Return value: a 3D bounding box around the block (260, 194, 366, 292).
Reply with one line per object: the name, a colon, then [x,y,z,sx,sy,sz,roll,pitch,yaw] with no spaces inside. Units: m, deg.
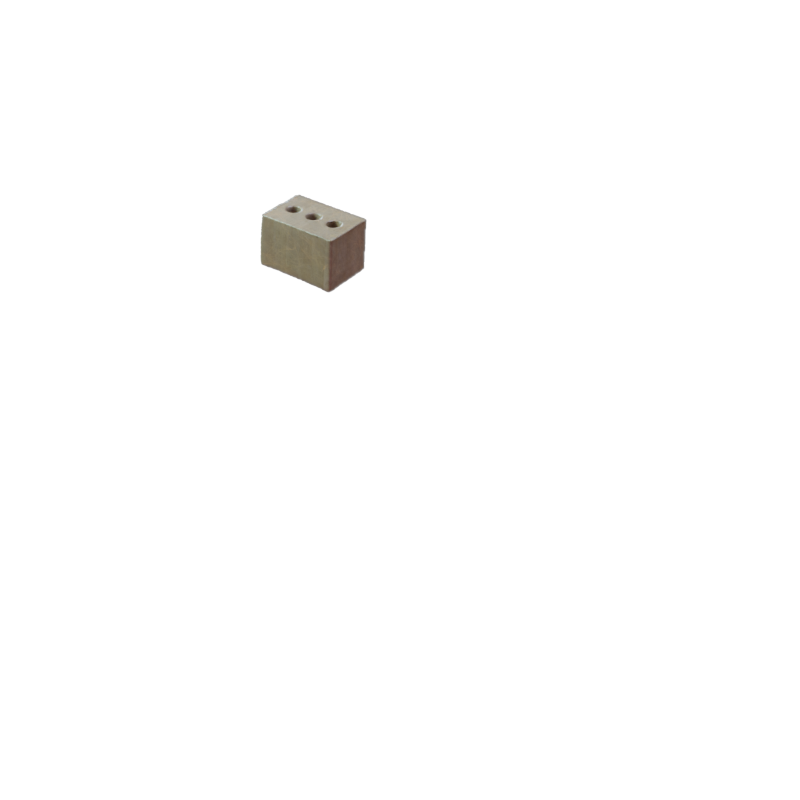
block: [-0.075,-0.137,0.956,0.082,0.048,0.053,23,39,29]
